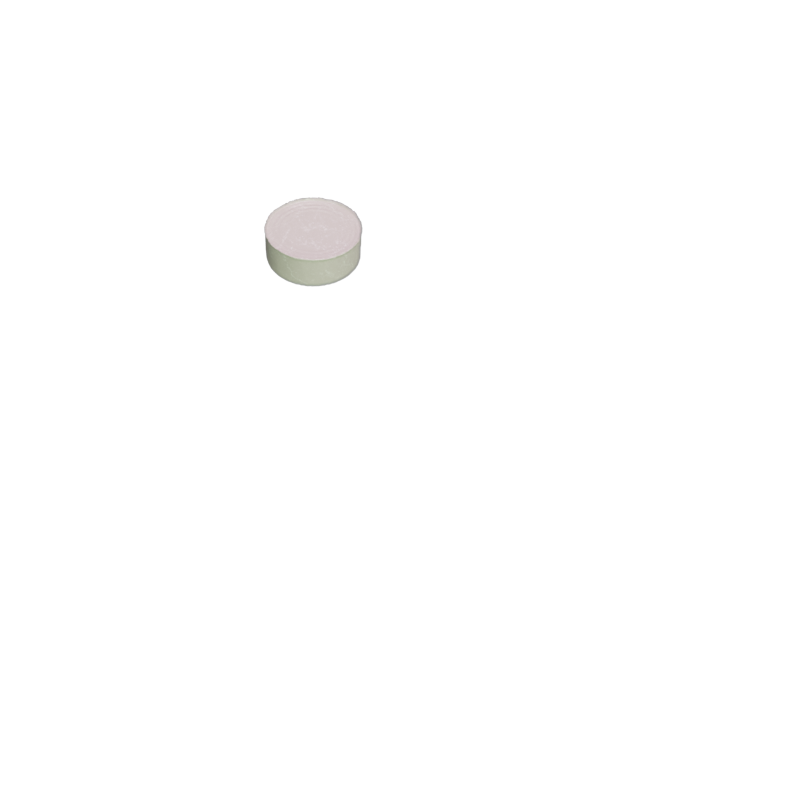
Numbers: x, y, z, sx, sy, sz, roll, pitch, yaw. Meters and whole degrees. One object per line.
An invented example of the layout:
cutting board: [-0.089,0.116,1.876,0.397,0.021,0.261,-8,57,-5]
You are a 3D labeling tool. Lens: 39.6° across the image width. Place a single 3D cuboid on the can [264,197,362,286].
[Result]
can: [-0.077,-0.140,0.979,0.086,0.031,0.092,-1,45,-1]
